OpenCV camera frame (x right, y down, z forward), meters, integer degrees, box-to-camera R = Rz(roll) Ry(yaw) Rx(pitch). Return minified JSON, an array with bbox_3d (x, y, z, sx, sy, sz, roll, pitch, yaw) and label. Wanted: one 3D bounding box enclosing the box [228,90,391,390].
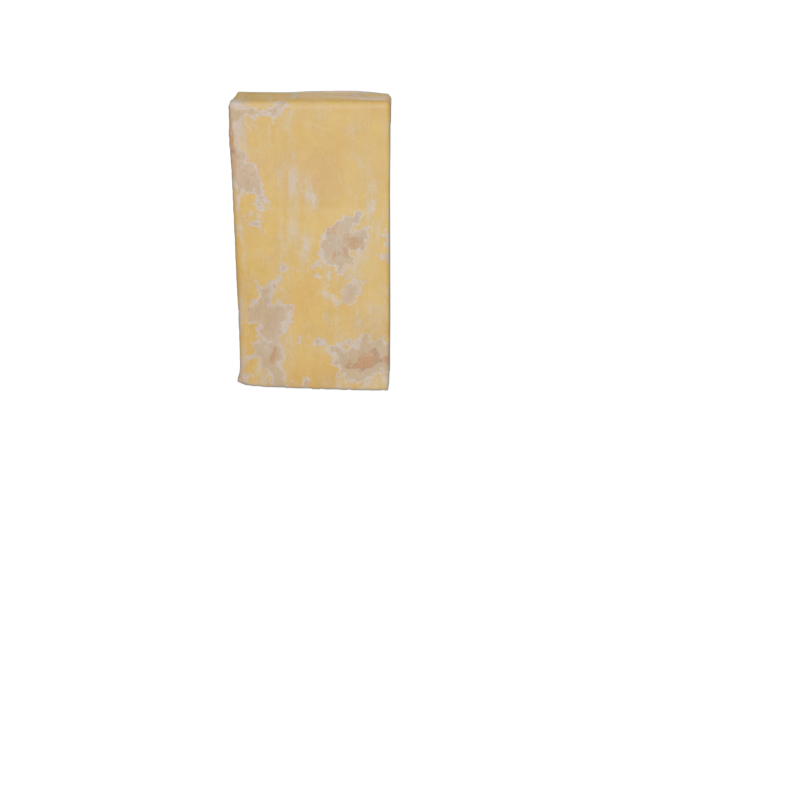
[{"bbox_3d":[-0.051,-0.094,0.660,0.094,0.170,0.050,2,17,3],"label":"box"}]
